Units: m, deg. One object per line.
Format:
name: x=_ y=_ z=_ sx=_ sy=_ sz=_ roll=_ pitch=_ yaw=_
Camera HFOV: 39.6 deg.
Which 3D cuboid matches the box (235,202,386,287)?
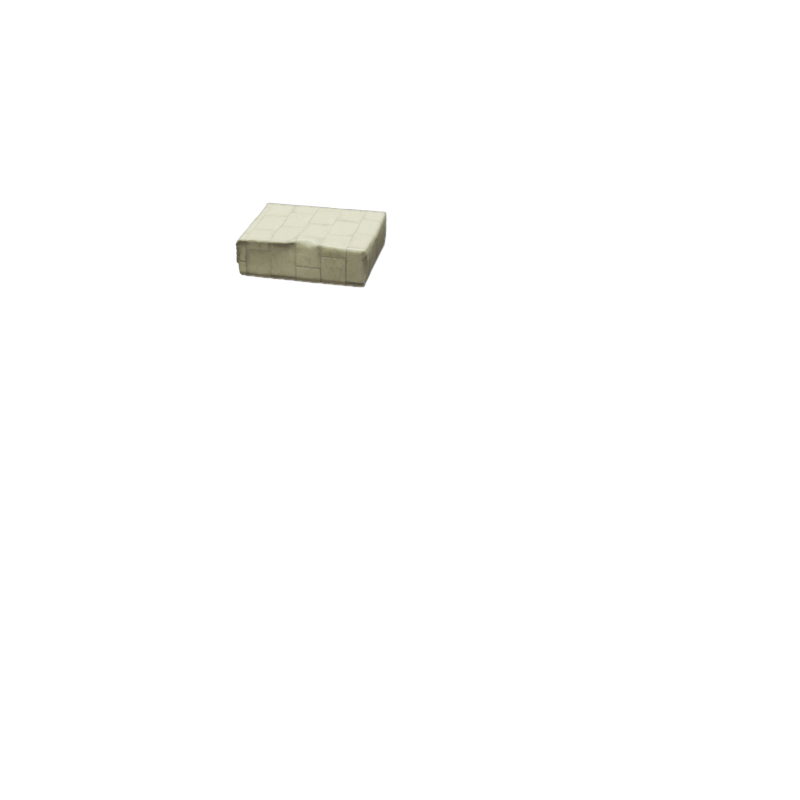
box: x=-0.059 y=-0.108 z=0.758 sx=0.091 sy=0.029 sz=0.076 roll=6 pitch=29 yaw=11
